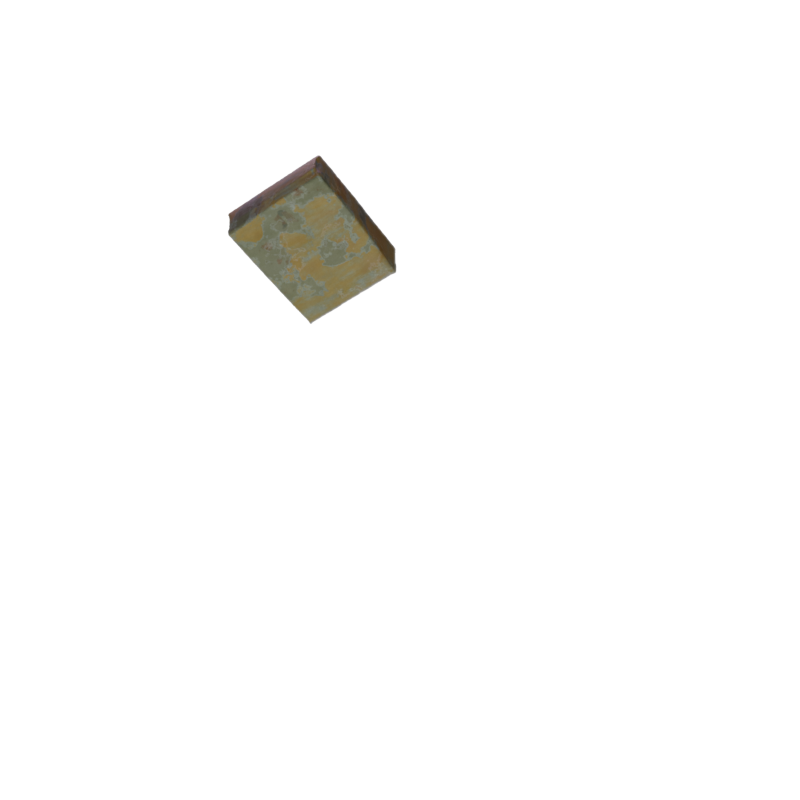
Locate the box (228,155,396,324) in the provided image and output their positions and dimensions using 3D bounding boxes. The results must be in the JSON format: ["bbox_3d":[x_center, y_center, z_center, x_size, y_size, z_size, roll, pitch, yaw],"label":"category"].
[{"bbox_3d":[-0.069,-0.126,0.883,0.090,0.106,0.041,-30,29,18],"label":"box"}]
